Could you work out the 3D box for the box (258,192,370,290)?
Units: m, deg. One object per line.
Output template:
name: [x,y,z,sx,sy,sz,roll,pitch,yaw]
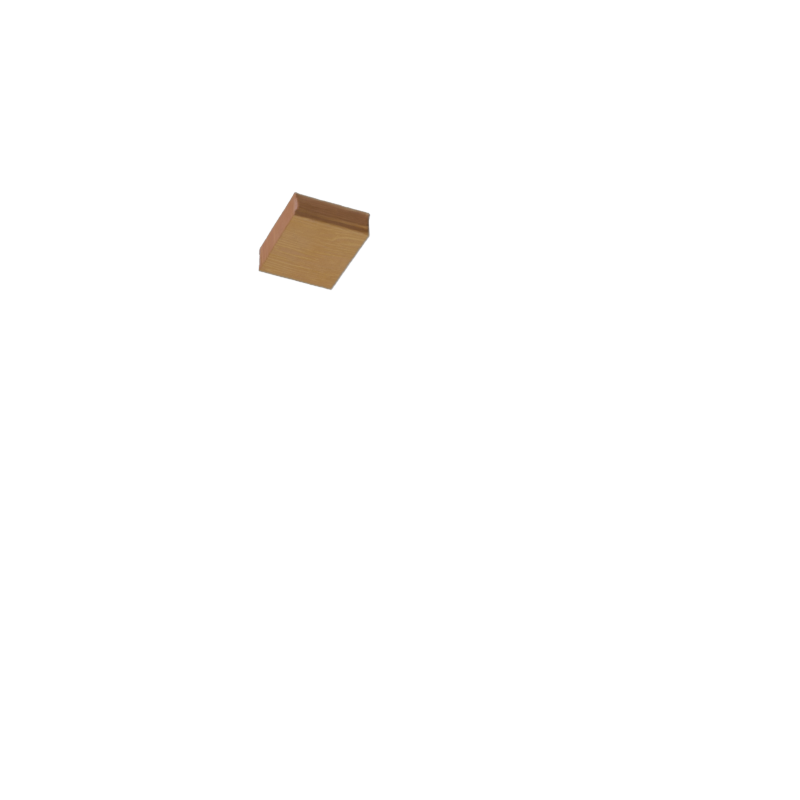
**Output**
box: [-0.077,-0.141,0.986,0.071,0.032,0.086,14,-37,-20]
